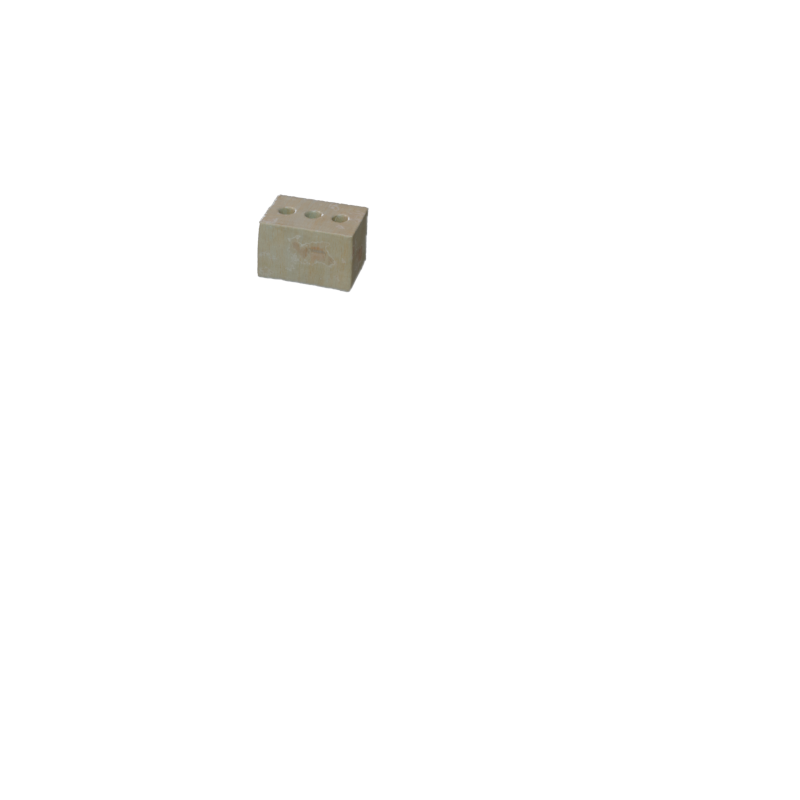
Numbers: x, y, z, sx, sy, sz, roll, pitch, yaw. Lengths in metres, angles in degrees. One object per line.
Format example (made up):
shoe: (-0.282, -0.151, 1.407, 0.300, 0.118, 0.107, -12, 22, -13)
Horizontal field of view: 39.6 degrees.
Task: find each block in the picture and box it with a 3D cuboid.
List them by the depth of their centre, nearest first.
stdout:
block: (-0.069, -0.125, 0.879, 0.080, 0.048, 0.055, 10, 35, 13)
